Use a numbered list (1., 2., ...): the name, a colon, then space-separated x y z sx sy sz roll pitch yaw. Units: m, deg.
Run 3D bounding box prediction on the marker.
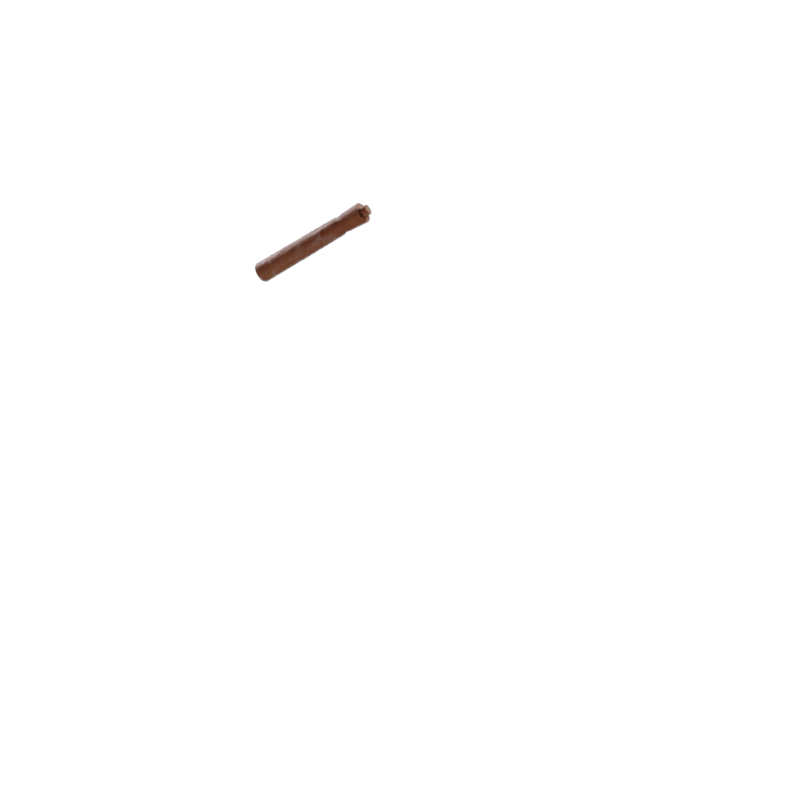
1. marker: -0.075 -0.138 0.965 0.121 0.020 0.019 -26 -9 26
